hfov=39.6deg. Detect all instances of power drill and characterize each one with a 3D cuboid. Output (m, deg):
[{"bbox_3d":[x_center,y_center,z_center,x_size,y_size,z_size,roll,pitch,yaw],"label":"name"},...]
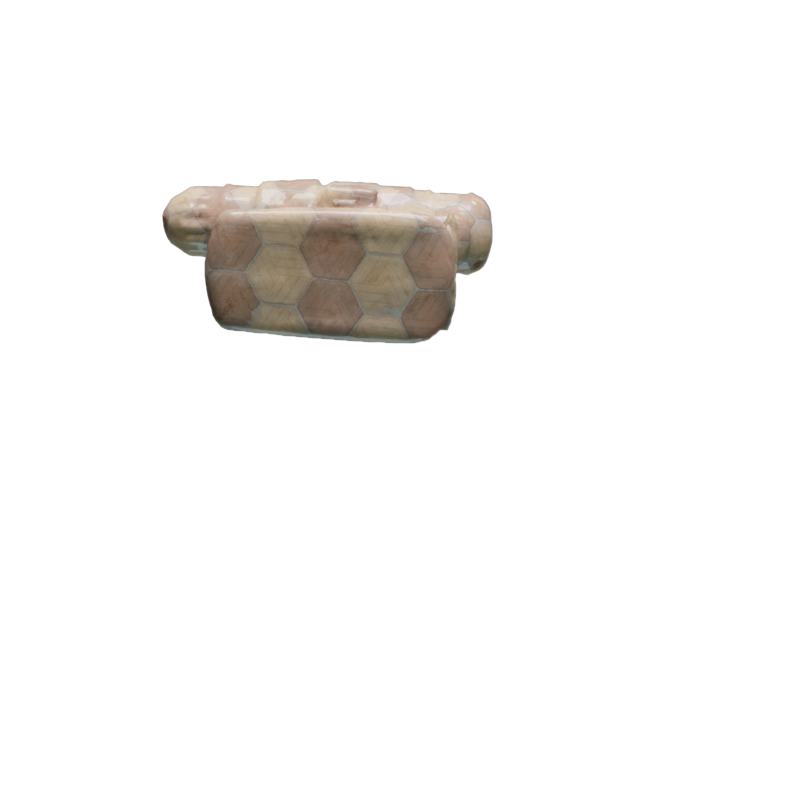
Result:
[{"bbox_3d":[-0.043,-0.079,0.552,0.186,0.056,0.192,1,17,3],"label":"power drill"}]
